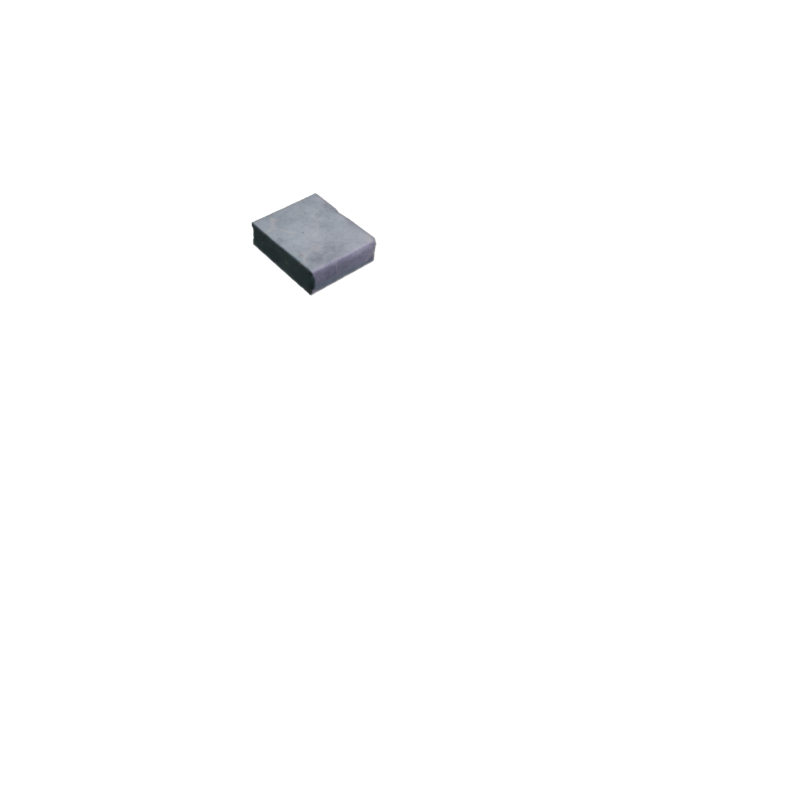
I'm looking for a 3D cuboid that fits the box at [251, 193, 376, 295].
[{"bbox_3d":[-0.077,-0.140,0.983,0.073,0.028,0.096,-29,51,-27],"label":"box"}]
